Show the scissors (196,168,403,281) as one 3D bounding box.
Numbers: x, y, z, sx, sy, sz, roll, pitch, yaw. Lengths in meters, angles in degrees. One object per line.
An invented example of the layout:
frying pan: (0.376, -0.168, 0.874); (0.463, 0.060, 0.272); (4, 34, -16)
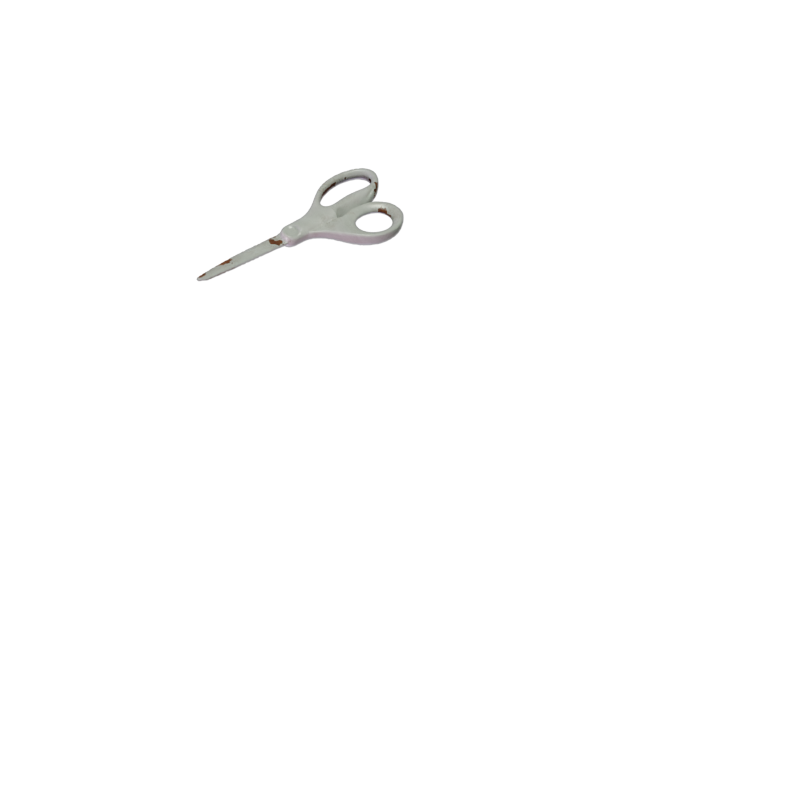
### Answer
scissors: (-0.078, -0.142, 0.992); (0.101, 0.015, 0.205); (32, 58, 23)
